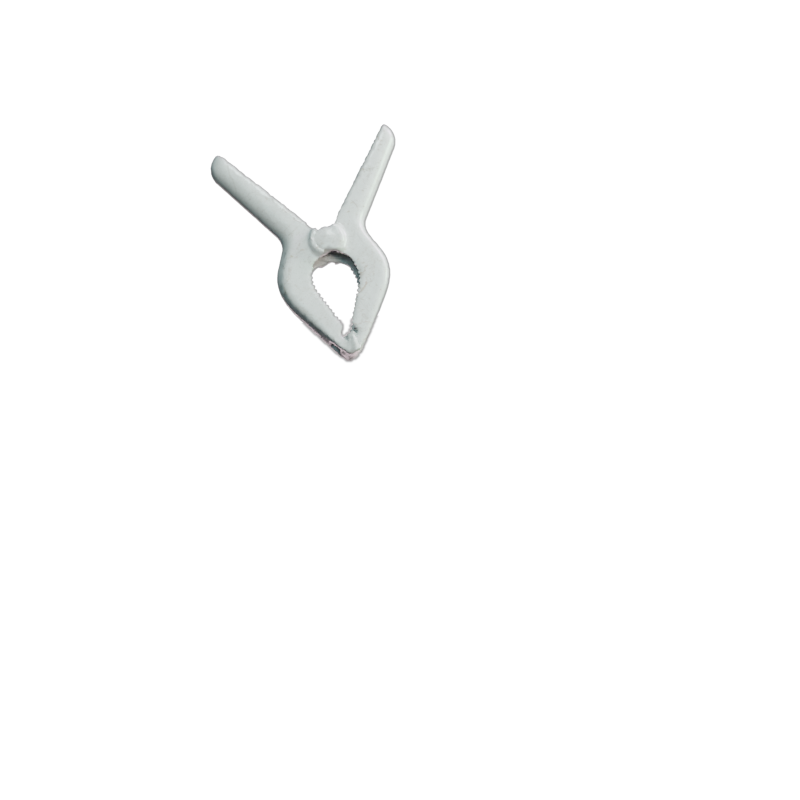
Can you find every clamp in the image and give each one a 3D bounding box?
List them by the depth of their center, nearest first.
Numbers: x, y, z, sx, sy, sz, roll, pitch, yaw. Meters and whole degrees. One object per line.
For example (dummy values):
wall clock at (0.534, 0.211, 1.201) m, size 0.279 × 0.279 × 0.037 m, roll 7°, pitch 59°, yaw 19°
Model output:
clamp at (-0.074, -0.135, 0.945) m, size 0.164 × 0.221 × 0.035 m, roll -6°, pitch -22°, yaw -3°
